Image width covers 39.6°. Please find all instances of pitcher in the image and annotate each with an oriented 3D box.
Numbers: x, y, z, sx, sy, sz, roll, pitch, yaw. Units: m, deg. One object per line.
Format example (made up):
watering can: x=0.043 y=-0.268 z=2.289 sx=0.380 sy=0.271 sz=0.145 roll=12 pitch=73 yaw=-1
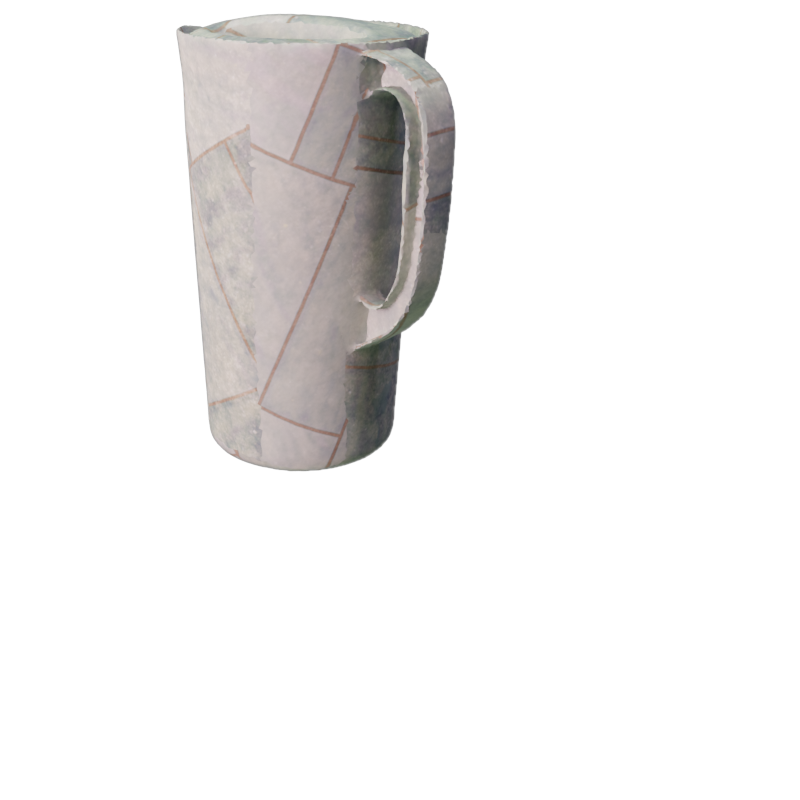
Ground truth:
pitcher: x=-0.048 y=-0.087 z=0.608 sx=0.146 sy=0.233 sz=0.155 roll=2 pitch=19 yaw=2
